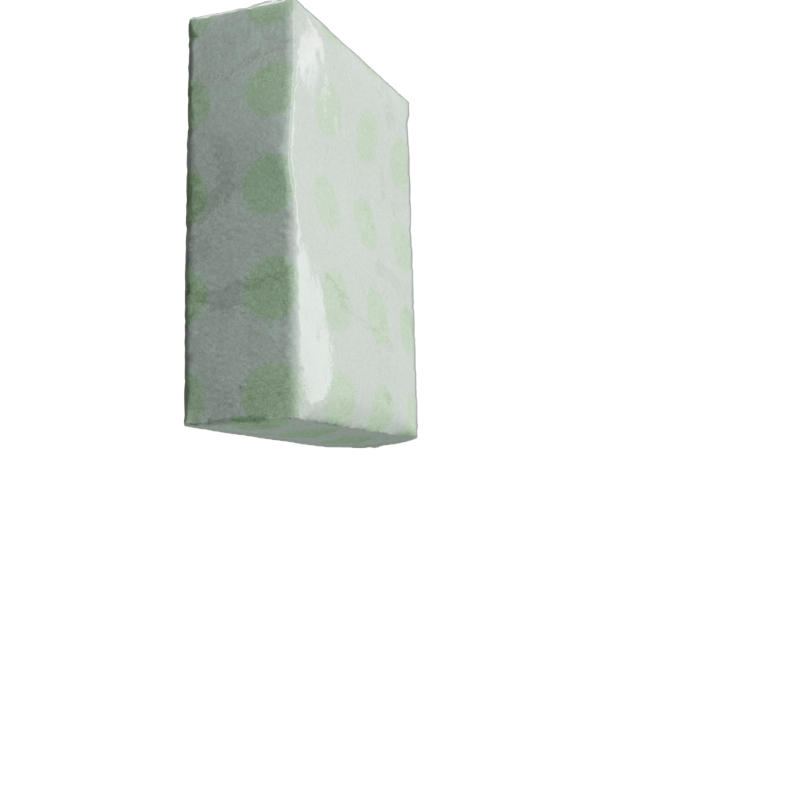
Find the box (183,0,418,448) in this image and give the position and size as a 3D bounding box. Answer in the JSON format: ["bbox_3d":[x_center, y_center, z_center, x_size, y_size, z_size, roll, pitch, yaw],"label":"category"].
[{"bbox_3d":[-0.047,-0.087,0.606,0.073,0.221,0.155,-7,-13,22],"label":"box"}]
